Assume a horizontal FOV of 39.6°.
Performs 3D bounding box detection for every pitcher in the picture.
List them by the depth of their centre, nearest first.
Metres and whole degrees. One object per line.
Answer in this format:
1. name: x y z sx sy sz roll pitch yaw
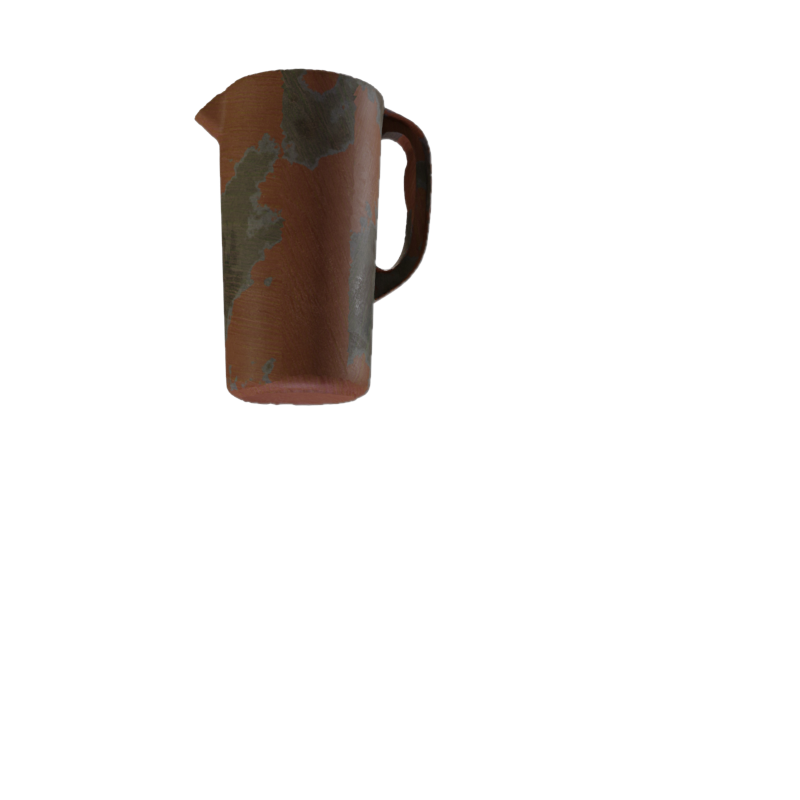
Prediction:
1. pitcher: -0.067 -0.122 0.854 0.153 0.251 0.137 -7 -14 28
